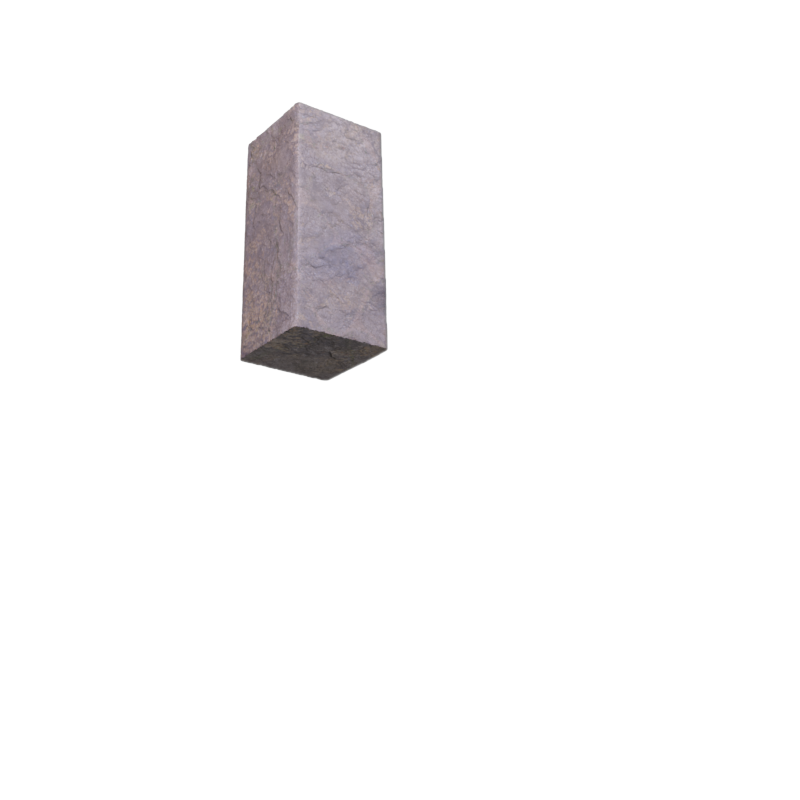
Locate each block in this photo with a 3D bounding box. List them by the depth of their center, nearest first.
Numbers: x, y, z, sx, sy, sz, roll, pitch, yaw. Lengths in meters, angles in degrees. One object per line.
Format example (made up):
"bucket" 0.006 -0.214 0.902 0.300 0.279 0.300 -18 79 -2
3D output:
"block" -0.074 -0.134 0.940 0.086 0.218 0.090 16 -30 -32
